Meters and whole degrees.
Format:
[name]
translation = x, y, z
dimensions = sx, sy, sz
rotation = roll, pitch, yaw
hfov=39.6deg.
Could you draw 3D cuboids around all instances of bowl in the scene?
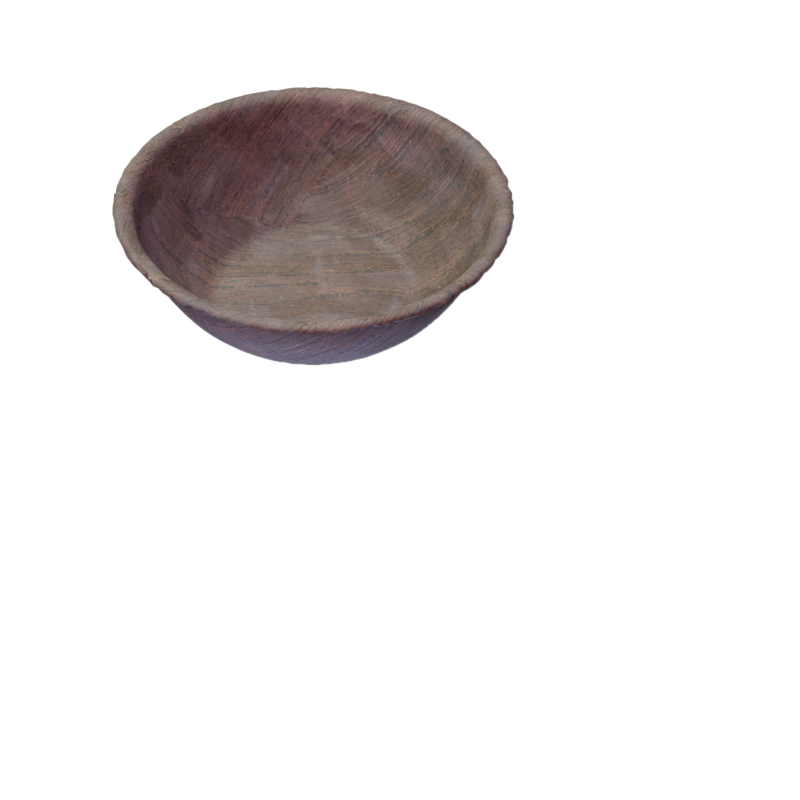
[bowl]
translation = -0.036, -0.066, 0.465
dimensions = 0.162, 0.051, 0.174
rotation = -1, 43, -1
